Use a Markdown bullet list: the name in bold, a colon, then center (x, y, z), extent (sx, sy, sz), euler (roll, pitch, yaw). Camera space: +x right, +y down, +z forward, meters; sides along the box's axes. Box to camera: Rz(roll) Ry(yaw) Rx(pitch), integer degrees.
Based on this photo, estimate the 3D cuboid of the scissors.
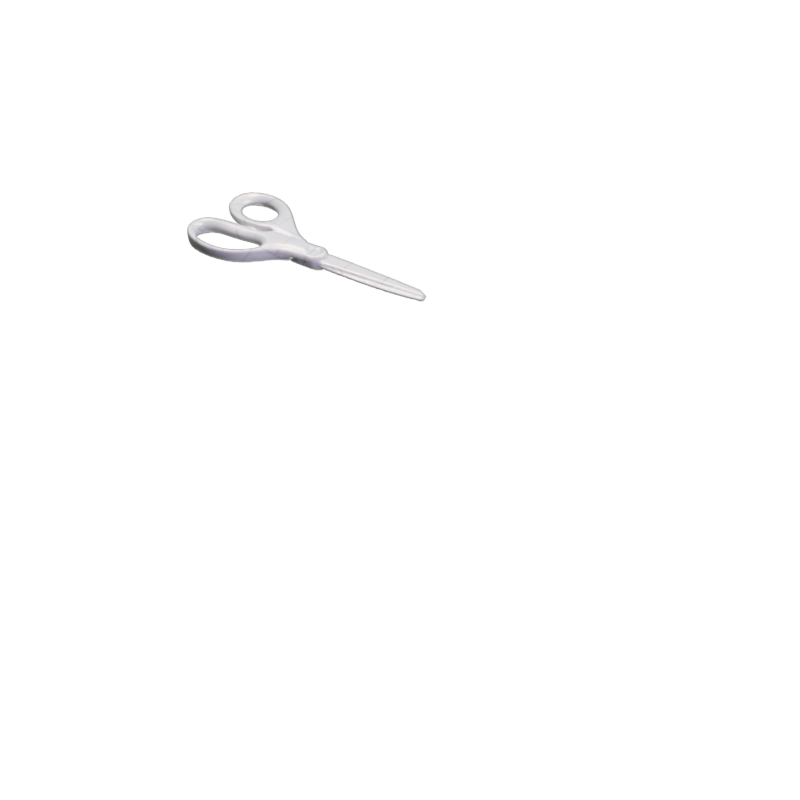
- **scissors**: center (-0.069, -0.126, 0.884), extent (0.206, 0.015, 0.101), euler (11, 42, 12)
